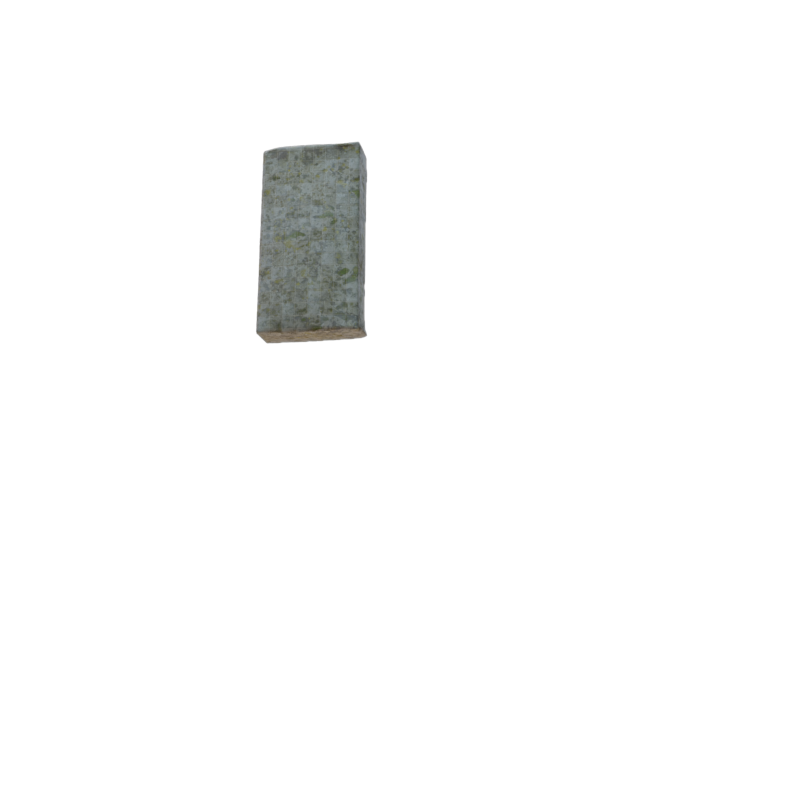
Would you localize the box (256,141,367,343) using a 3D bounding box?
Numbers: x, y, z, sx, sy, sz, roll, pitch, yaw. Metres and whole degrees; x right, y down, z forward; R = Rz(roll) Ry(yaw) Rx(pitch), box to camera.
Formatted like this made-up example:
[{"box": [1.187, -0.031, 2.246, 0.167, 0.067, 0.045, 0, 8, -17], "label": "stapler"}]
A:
[{"box": [-0.078, -0.142, 0.992, 0.094, 0.183, 0.046, -4, -16, 11], "label": "box"}]
